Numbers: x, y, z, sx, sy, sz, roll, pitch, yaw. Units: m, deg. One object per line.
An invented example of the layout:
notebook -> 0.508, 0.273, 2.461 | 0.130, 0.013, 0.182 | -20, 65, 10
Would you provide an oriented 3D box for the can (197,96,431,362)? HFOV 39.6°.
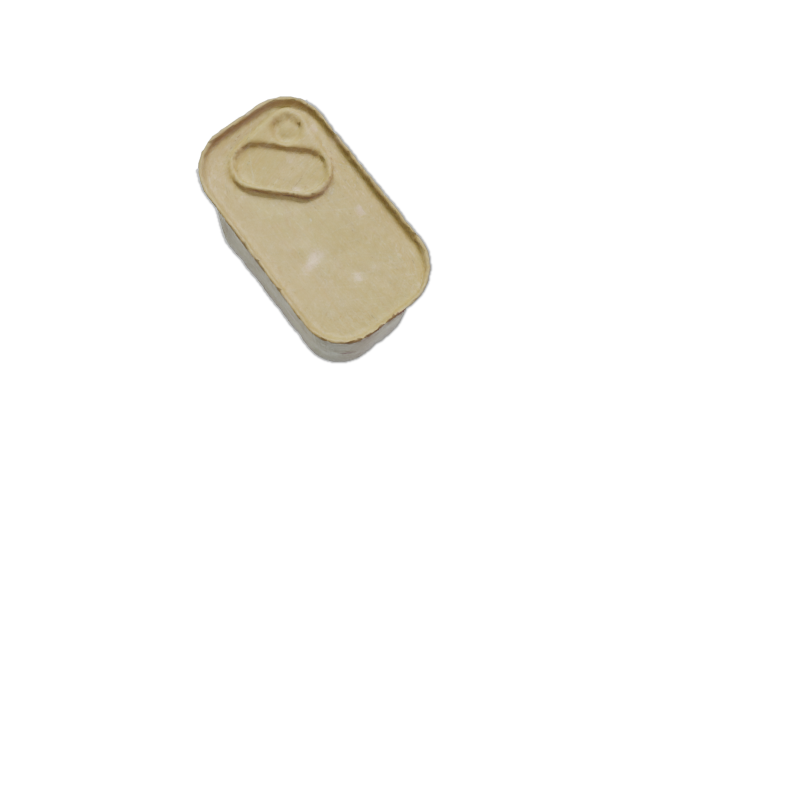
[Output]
can -> -0.037, -0.068, 0.473 | 0.058, 0.105, 0.081 | -36, -8, -8
